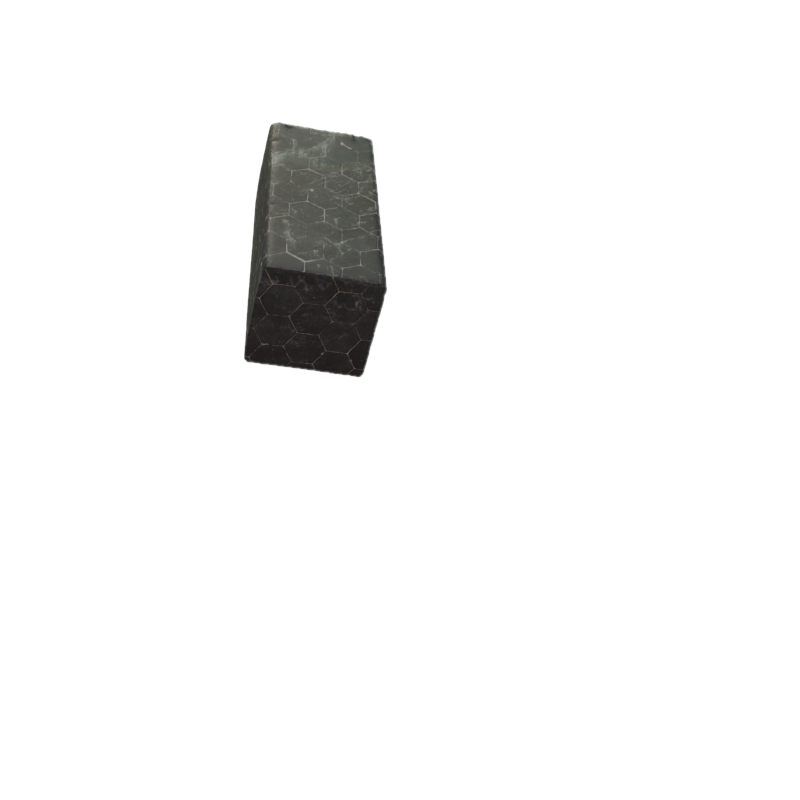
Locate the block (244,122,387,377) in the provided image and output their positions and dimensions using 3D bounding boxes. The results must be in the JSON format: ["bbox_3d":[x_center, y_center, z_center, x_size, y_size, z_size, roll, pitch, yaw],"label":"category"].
[{"bbox_3d":[-0.068,-0.125,0.872,0.089,0.085,0.221,8,38,-10],"label":"block"}]
